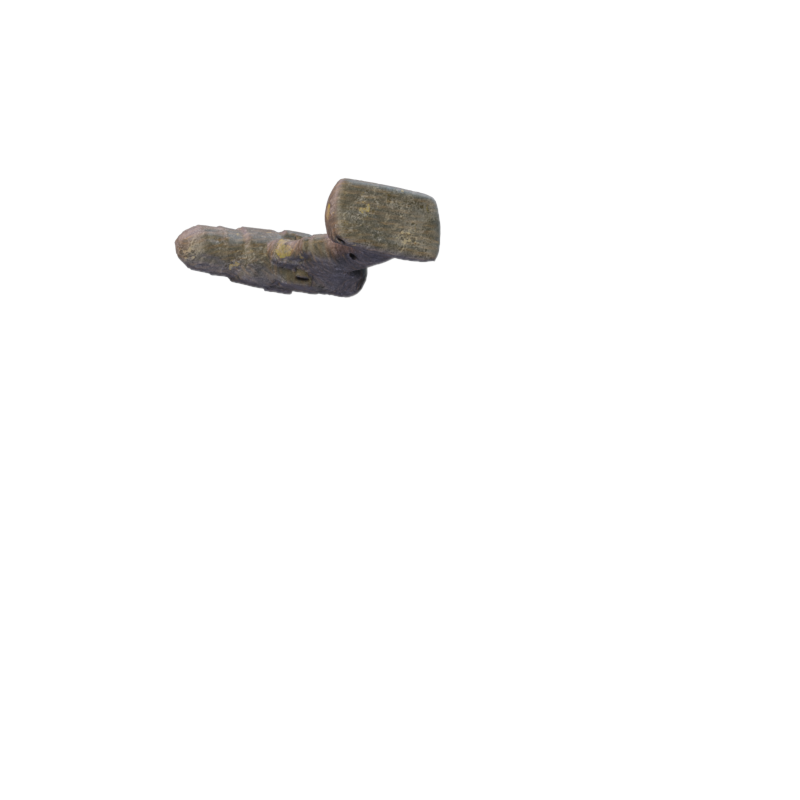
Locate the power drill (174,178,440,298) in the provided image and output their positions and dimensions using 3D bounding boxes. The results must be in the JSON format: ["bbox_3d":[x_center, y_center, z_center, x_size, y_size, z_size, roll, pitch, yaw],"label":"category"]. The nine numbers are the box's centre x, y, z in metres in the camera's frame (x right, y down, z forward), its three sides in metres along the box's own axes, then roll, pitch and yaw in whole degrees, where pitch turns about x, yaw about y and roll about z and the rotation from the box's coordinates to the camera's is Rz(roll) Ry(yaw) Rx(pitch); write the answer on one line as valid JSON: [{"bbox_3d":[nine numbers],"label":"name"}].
[{"bbox_3d":[-0.072,-0.132,0.923,0.177,0.059,0.191,5,-8,-34],"label":"power drill"}]
